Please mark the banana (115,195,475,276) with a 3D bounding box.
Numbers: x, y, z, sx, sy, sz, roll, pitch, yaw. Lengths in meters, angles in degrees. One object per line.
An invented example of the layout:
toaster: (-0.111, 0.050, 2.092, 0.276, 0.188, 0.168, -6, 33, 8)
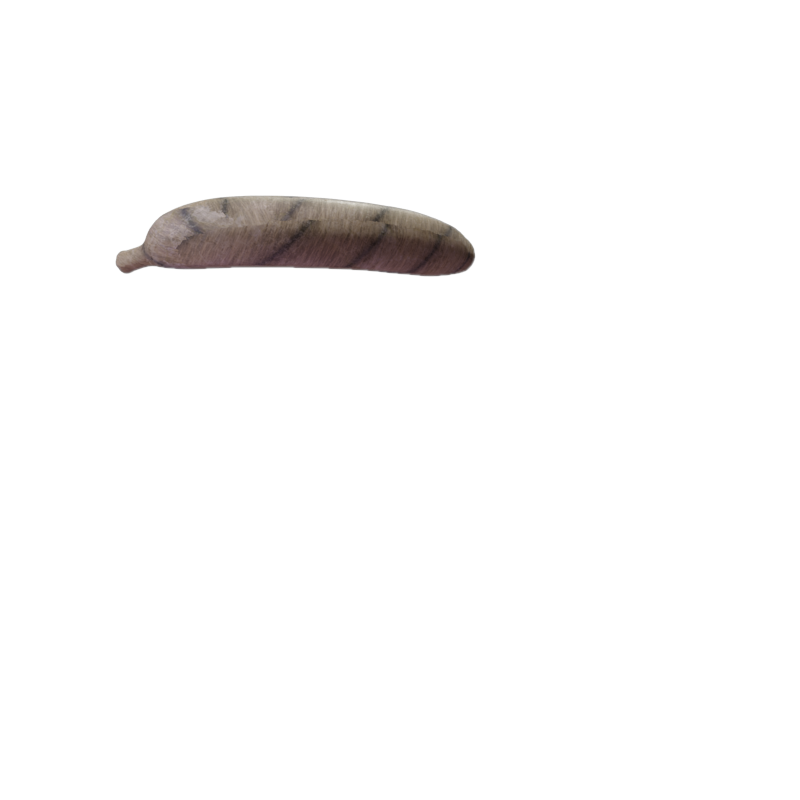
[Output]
banana: (-0.044, -0.084, 0.571, 0.194, 0.037, 0.070, 0, 0, -16)
